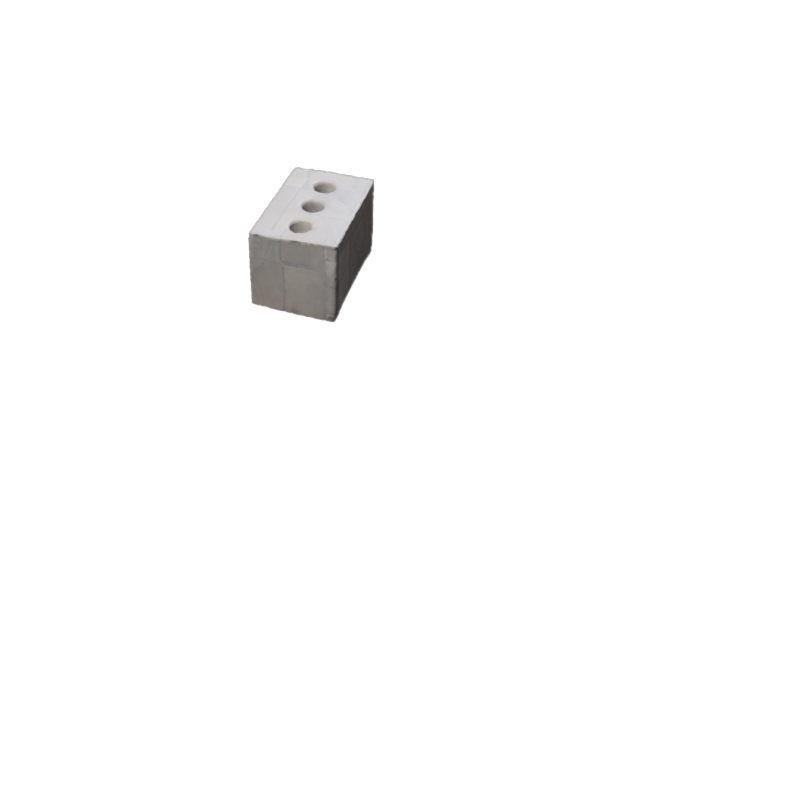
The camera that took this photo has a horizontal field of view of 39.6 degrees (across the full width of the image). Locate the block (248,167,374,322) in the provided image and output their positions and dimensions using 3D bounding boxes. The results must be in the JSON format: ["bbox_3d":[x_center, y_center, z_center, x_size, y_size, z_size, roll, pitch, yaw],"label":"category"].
[{"bbox_3d":[-0.051,-0.092,0.645,0.054,0.048,0.082,10,40,11],"label":"block"}]
